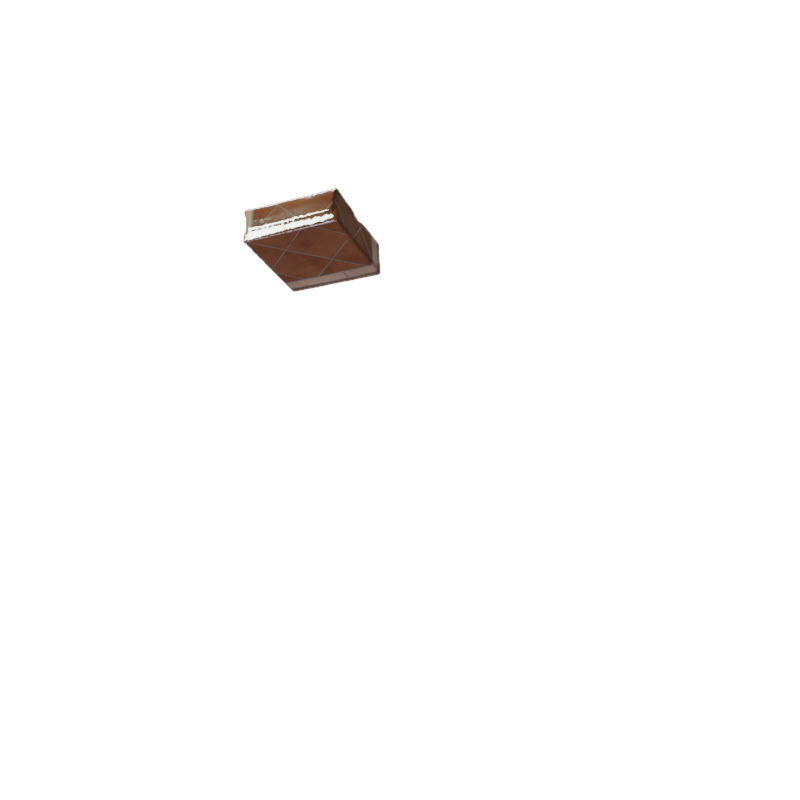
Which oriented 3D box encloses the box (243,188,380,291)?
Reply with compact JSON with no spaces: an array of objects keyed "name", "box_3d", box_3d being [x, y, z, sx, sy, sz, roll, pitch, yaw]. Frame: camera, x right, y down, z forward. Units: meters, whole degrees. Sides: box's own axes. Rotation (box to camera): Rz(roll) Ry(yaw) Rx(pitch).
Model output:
[{"name":"box","box_3d":[-0.064,-0.117,0.818,0.074,0.032,0.083,-10,-27,20]}]
